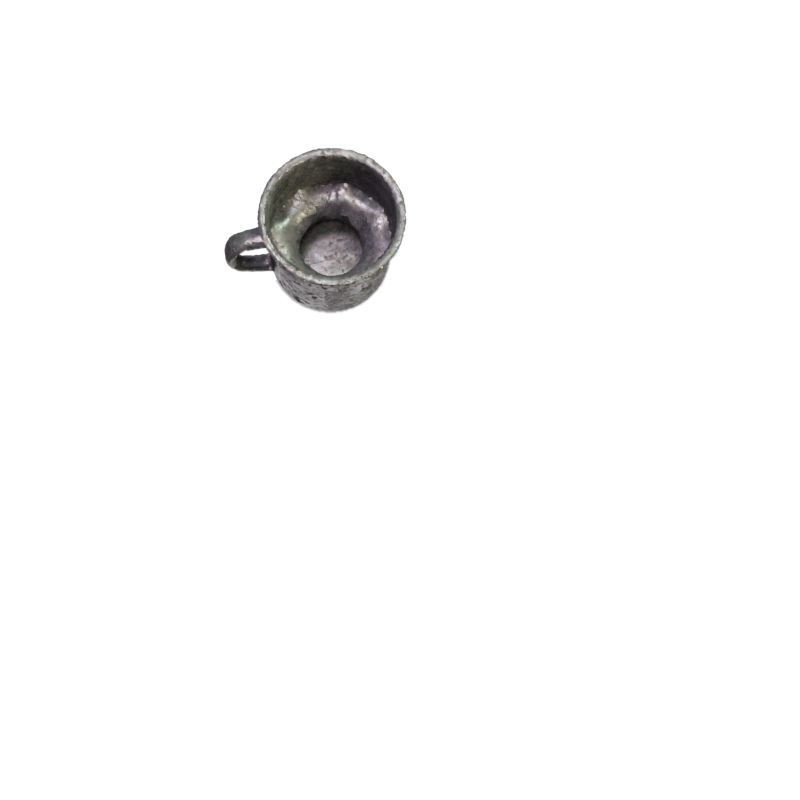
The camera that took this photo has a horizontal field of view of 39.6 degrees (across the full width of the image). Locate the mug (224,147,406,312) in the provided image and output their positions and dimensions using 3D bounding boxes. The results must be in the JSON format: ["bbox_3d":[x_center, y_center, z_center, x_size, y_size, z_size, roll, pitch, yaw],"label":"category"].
[{"bbox_3d":[-0.057,-0.104,0.727,0.116,0.098,0.078,-14,-16,-6],"label":"mug"}]
